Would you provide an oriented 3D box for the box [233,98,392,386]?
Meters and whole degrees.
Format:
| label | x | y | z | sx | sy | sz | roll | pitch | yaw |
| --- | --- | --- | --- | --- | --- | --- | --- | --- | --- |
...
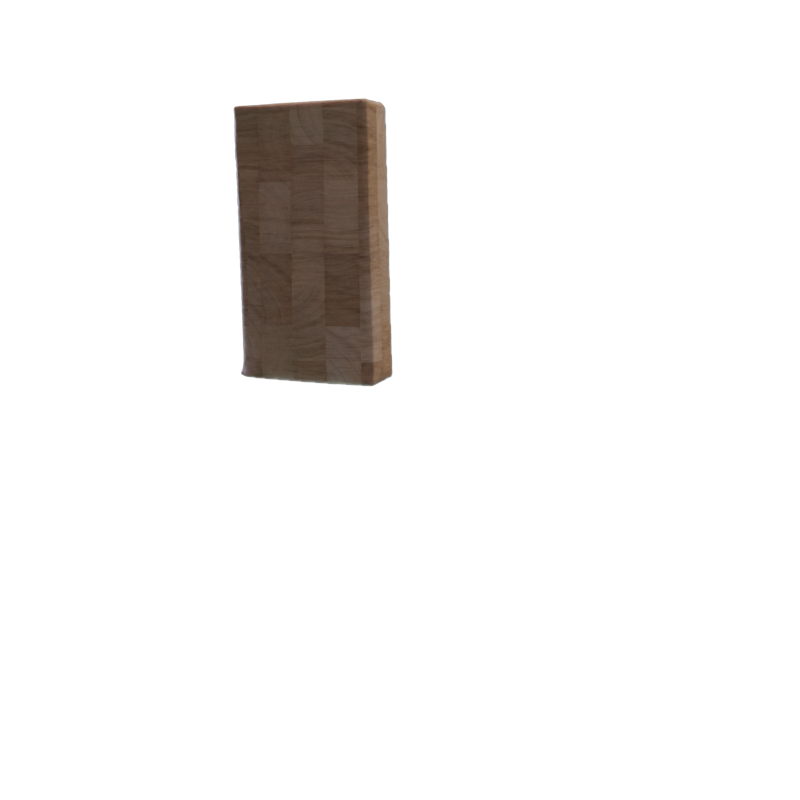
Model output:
| label | x | y | z | sx | sy | sz | roll | pitch | yaw |
| --- | --- | --- | --- | --- | --- | --- | --- | --- | --- |
| box | -0.055 | -0.101 | 0.707 | 0.096 | 0.176 | 0.047 | 1 | 2 | 23 |
